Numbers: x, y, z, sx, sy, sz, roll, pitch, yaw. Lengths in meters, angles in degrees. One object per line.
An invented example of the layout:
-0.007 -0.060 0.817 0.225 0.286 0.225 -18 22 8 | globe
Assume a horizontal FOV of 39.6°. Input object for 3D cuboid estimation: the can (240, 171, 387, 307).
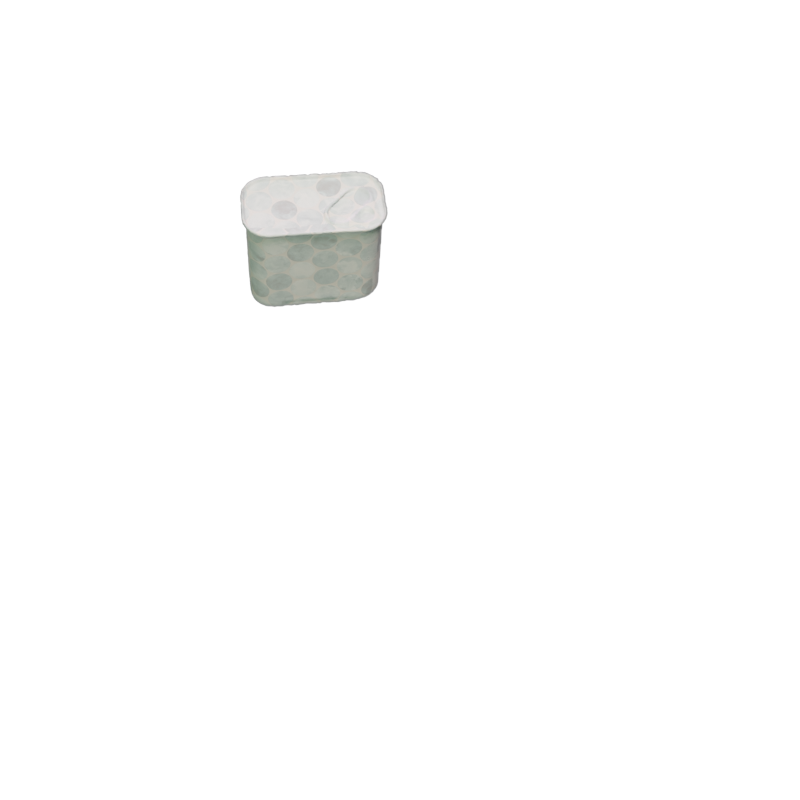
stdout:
-0.063 -0.115 0.806 0.101 0.062 0.078 -4 -37 -5 | can
